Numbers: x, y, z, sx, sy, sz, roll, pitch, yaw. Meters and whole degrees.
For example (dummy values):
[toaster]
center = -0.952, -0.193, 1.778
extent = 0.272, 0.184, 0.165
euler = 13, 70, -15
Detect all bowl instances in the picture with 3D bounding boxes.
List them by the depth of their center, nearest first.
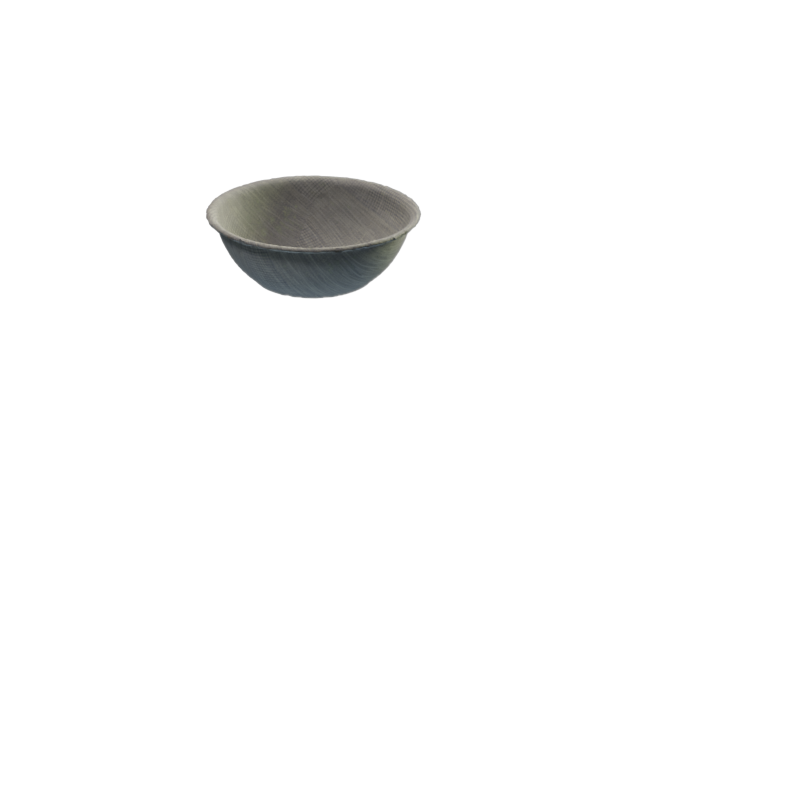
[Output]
[bowl]
center = -0.066, -0.120, 0.844
extent = 0.162, 0.052, 0.171
euler = -1, 28, -2
